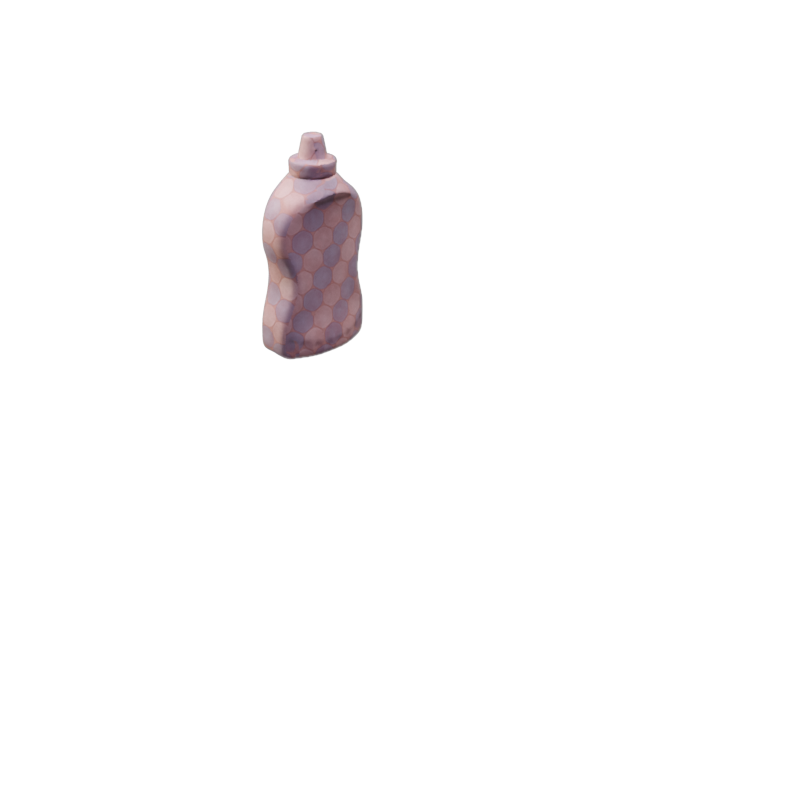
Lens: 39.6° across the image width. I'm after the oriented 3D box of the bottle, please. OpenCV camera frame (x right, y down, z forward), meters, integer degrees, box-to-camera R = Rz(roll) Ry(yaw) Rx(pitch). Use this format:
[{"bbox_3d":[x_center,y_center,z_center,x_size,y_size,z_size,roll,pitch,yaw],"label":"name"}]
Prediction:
[{"bbox_3d":[-0.075,-0.137,0.956,0.095,0.182,0.062,-18,30,-38],"label":"bottle"}]
